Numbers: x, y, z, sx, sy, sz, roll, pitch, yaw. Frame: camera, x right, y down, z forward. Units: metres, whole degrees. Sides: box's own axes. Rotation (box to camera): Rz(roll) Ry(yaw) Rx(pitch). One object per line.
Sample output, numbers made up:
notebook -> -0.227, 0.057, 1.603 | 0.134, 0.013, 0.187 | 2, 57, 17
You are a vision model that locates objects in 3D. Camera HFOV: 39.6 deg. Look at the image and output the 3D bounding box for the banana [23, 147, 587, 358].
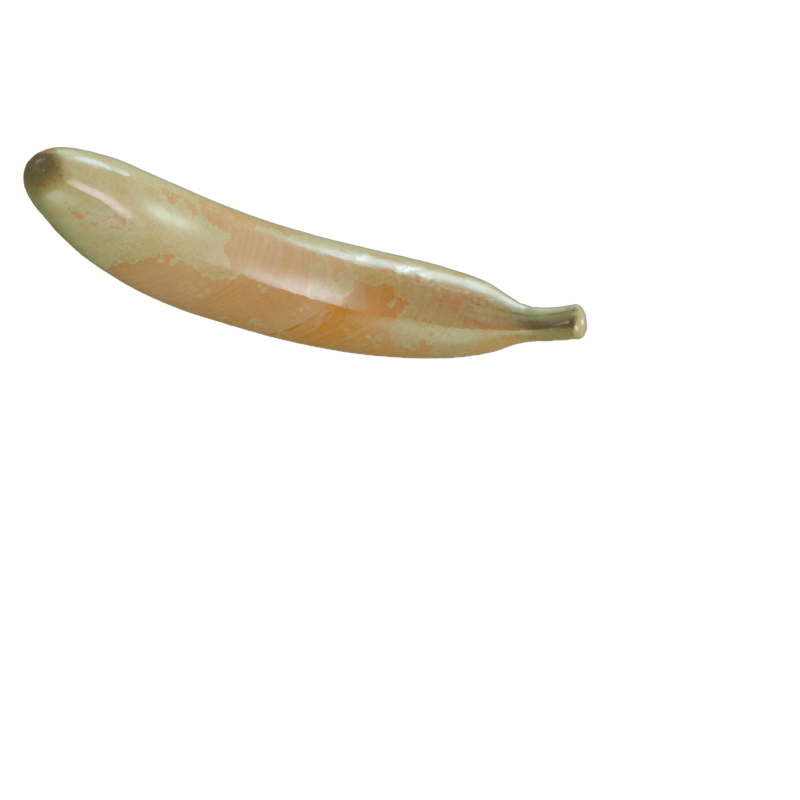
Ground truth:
banana -> -0.035, -0.045, 0.371 | 0.189, 0.039, 0.069 | 11, -24, -27
